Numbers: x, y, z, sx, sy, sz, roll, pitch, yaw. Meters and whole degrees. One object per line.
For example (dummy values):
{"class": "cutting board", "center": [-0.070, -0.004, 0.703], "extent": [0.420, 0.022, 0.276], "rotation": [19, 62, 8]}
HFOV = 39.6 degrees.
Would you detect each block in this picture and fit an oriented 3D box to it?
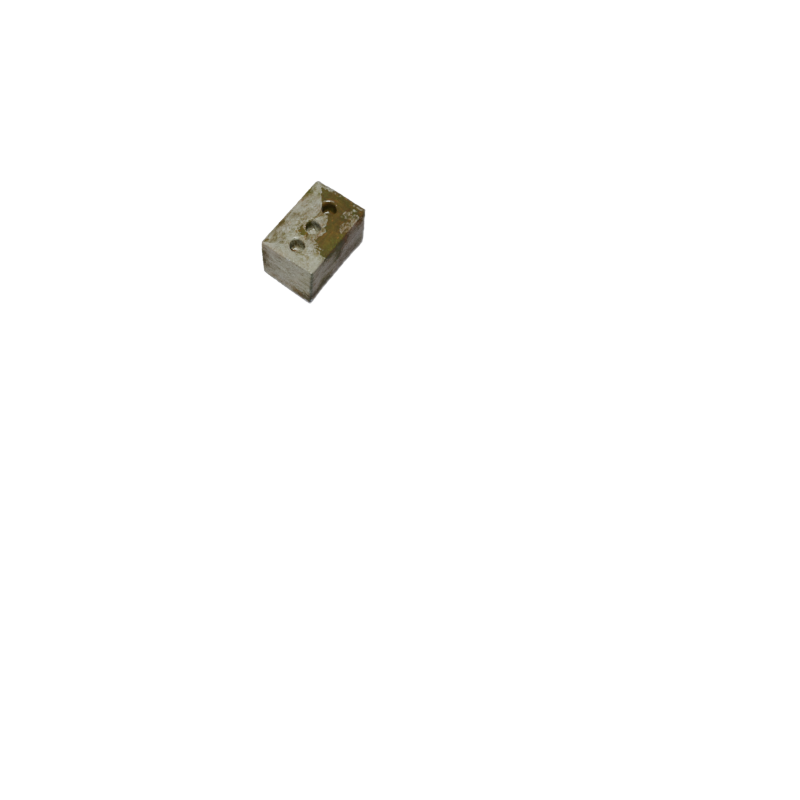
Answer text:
{"class": "block", "center": [-0.073, -0.133, 0.931], "extent": [0.055, 0.080, 0.048], "rotation": [32, -23, 13]}
